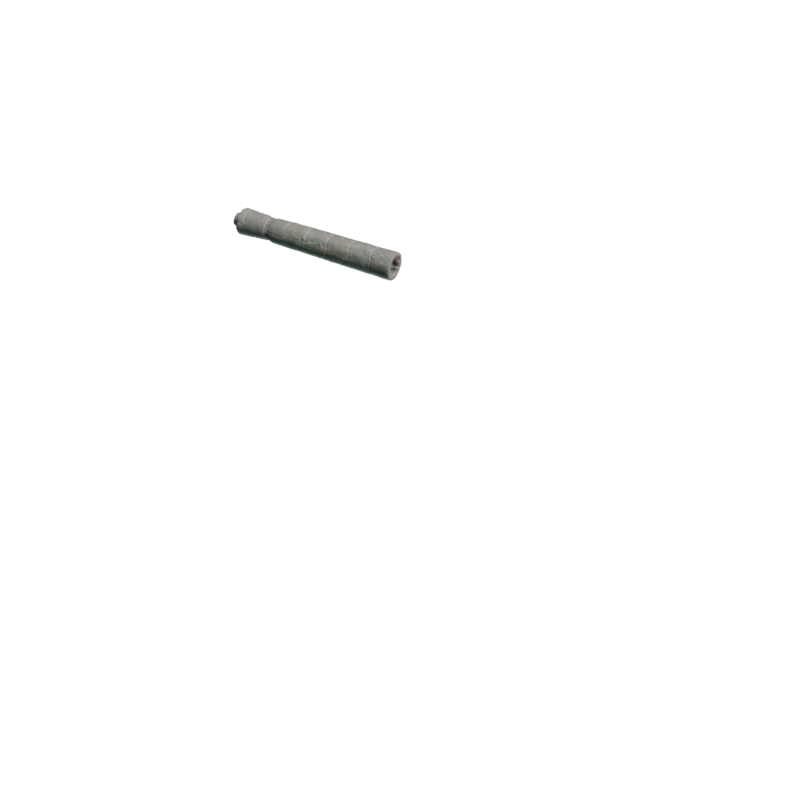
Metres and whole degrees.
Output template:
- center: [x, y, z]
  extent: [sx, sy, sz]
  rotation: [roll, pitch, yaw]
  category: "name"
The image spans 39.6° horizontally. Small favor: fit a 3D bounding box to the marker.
- center: [-0.057, -0.103, 0.724]
  extent: [0.127, 0.019, 0.019]
  rotation: [20, 12, 25]
  category: "marker"
